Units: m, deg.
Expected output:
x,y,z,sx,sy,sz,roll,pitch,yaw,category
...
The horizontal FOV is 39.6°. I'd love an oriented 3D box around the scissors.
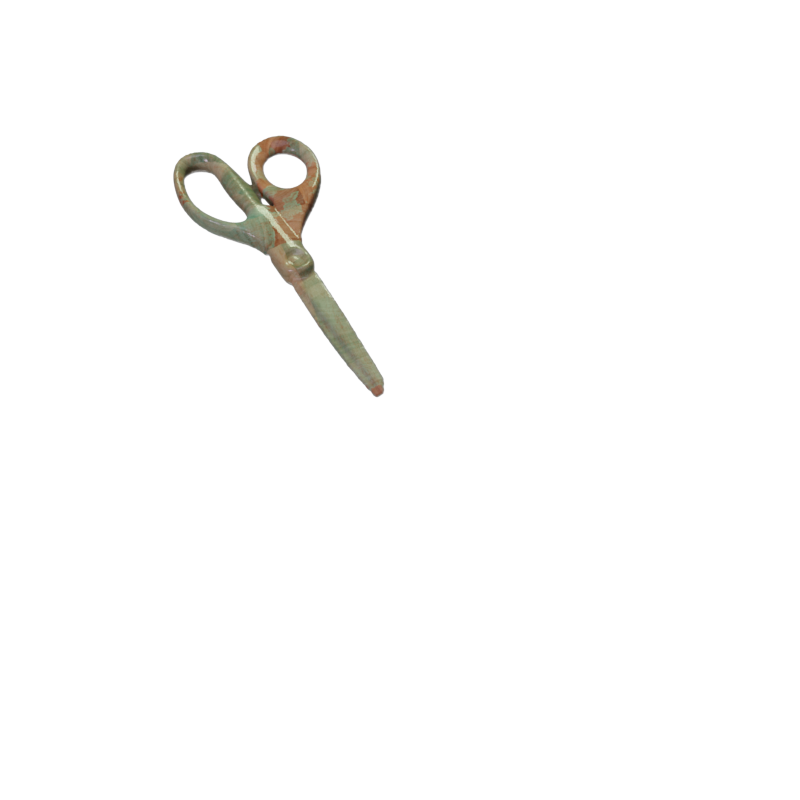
x,y,z,sx,sy,sz,roll,pitch,yaw,category
-0.050,-0.090,0.633,0.097,0.015,0.215,-36,60,-25,scissors
